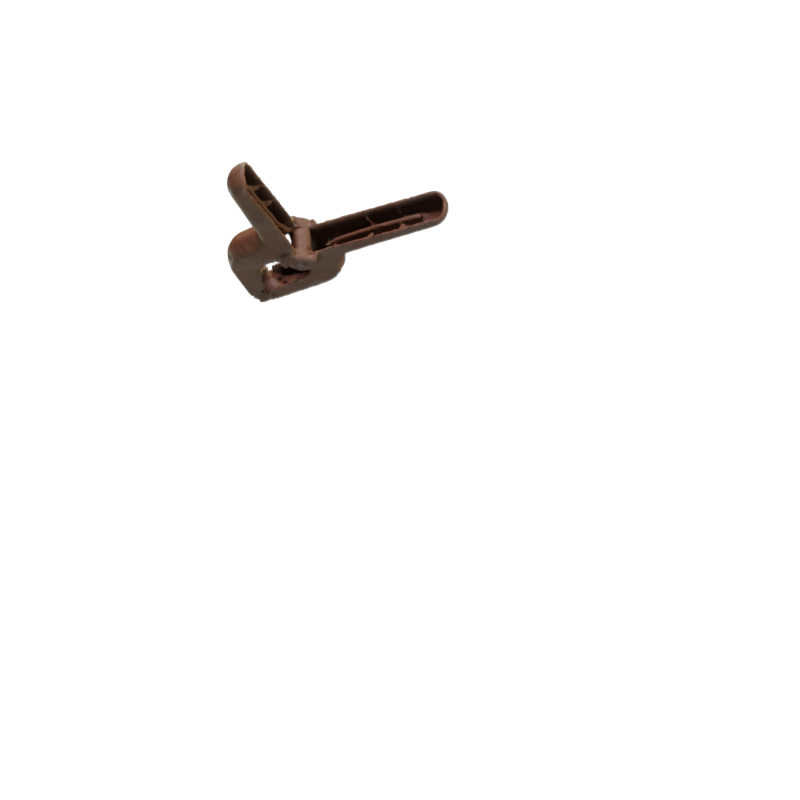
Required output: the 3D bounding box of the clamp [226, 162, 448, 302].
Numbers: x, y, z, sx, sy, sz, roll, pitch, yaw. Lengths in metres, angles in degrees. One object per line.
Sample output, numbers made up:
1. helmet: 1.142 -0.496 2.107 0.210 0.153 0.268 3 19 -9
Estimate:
1. clamp: -0.067 -0.123 0.858 0.161 0.038 0.205 5 -17 -15
